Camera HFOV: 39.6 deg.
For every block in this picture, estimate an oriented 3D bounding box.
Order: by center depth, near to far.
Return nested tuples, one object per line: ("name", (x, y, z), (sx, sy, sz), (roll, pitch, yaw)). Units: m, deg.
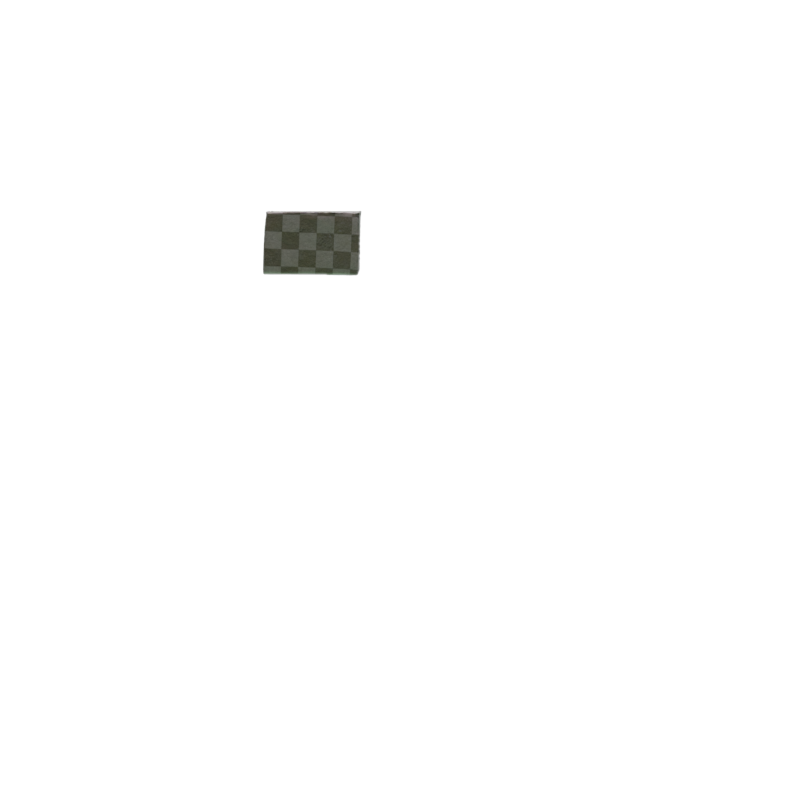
("block", (-0.071, -0.130, 0.913), (0.078, 0.051, 0.053), (1, 7, 2))
